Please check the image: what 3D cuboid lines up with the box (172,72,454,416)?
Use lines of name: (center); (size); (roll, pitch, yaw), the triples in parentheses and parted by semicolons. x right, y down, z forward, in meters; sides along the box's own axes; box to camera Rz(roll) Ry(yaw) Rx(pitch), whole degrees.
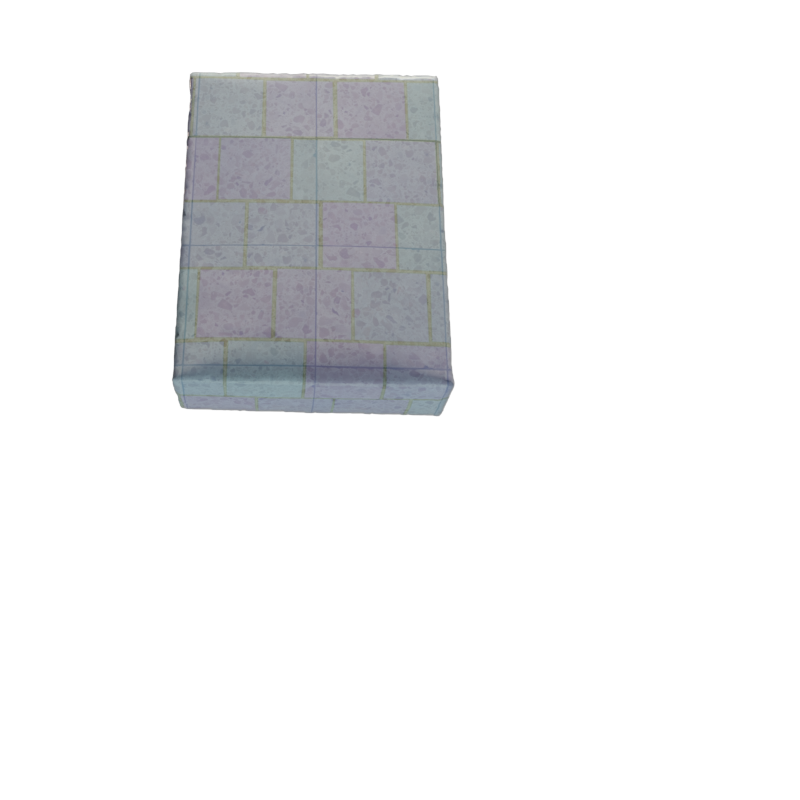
box: (-0.055, -0.100, 0.704); (0.163, 0.226, 0.068); (0, -24, -3)
